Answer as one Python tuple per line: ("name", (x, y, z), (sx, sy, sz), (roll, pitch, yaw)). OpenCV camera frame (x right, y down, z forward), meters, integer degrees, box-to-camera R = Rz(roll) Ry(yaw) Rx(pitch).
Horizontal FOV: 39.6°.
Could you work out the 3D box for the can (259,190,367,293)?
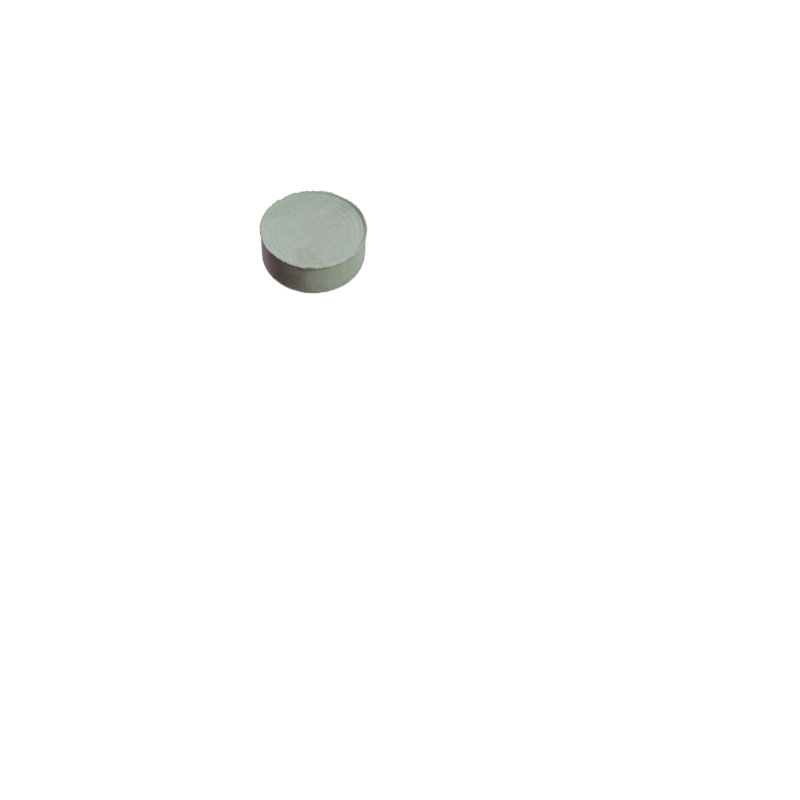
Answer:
("can", (-0.070, -0.128, 0.894), (0.086, 0.092, 0.031), (-1, -39, -1))
